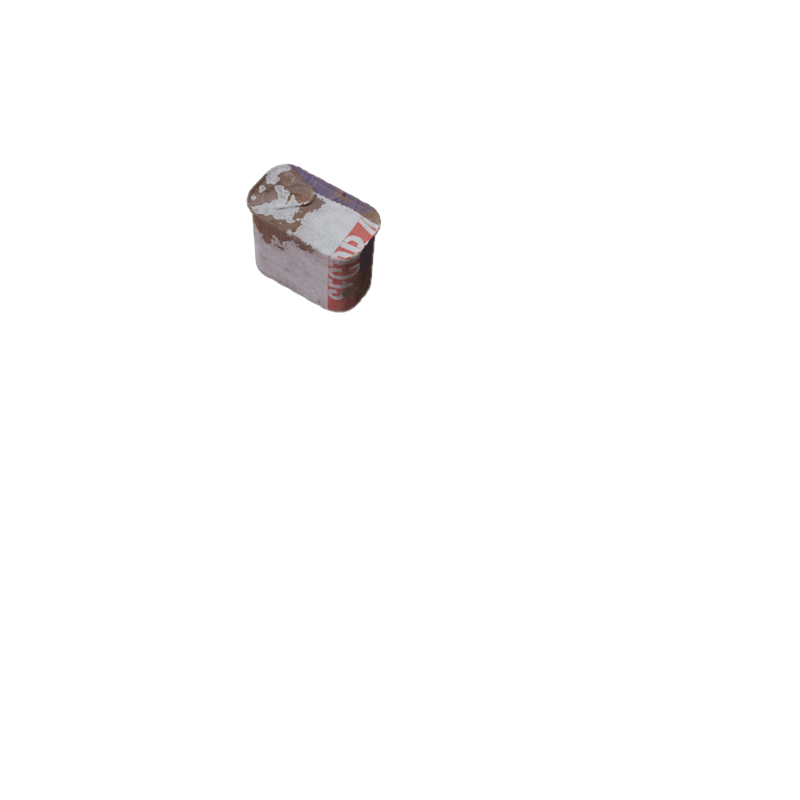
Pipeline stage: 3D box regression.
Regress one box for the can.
[{"bbox_3d":[-0.068,-0.124,0.866,0.106,0.059,0.078,31,-28,16],"label":"can"}]
